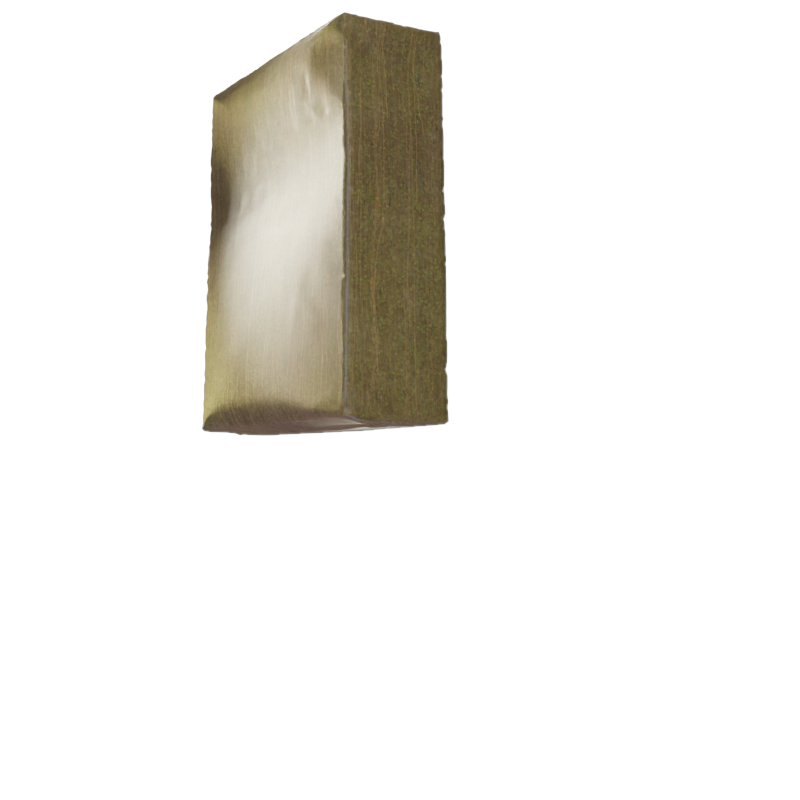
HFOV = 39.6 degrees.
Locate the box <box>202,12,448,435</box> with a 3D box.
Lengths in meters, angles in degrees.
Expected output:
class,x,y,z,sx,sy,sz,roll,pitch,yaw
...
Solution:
class,x,y,z,sx,sy,sz,roll,pitch,yaw
box,-0.049,-0.090,0.632,0.069,0.219,0.167,6,-11,-34
